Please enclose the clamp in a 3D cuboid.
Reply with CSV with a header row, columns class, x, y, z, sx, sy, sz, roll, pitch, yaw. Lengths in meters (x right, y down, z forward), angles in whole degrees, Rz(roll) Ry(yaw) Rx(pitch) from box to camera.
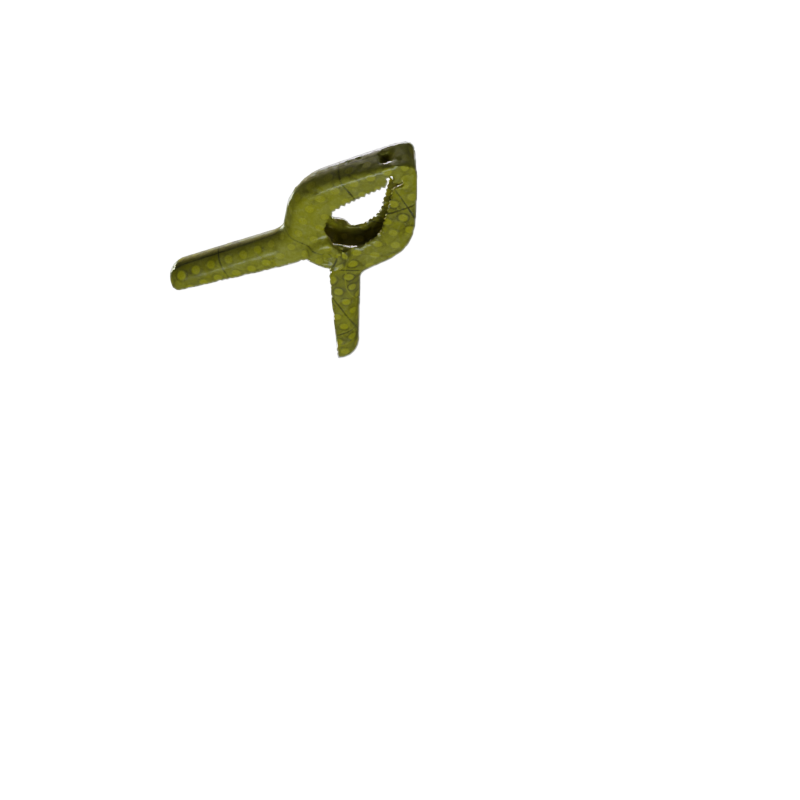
class,x,y,z,sx,sy,sz,roll,pitch,yaw
clamp,-0.063,-0.116,0.811,0.158,0.039,0.203,19,-43,-21
